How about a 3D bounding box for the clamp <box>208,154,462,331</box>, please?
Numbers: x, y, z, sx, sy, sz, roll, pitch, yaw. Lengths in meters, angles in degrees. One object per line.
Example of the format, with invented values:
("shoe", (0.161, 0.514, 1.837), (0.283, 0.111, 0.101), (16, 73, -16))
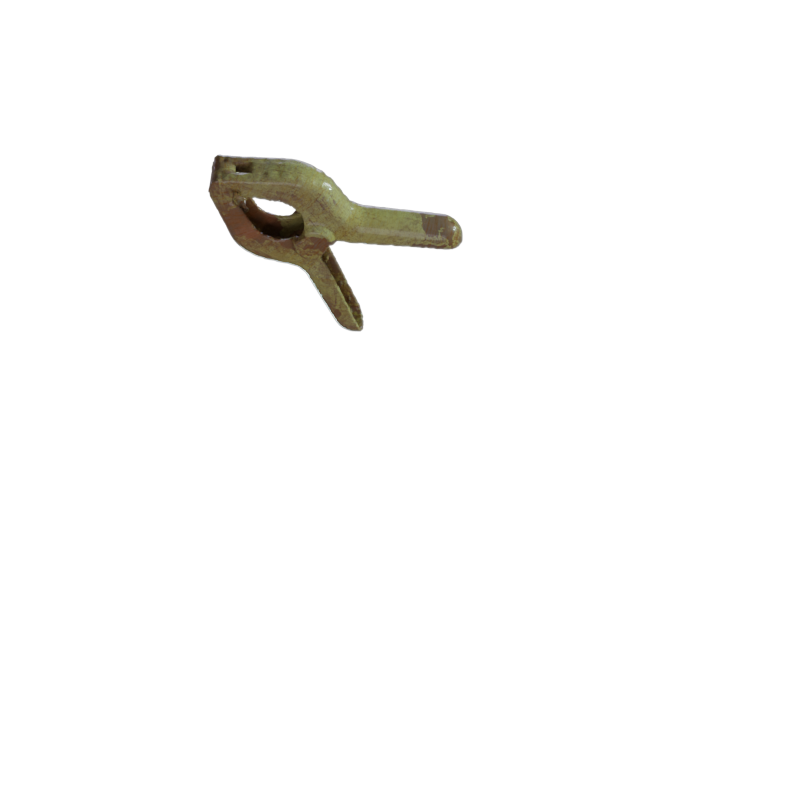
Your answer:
("clamp", (-0.058, -0.106, 0.745), (0.165, 0.116, 0.042), (23, 36, -18))
